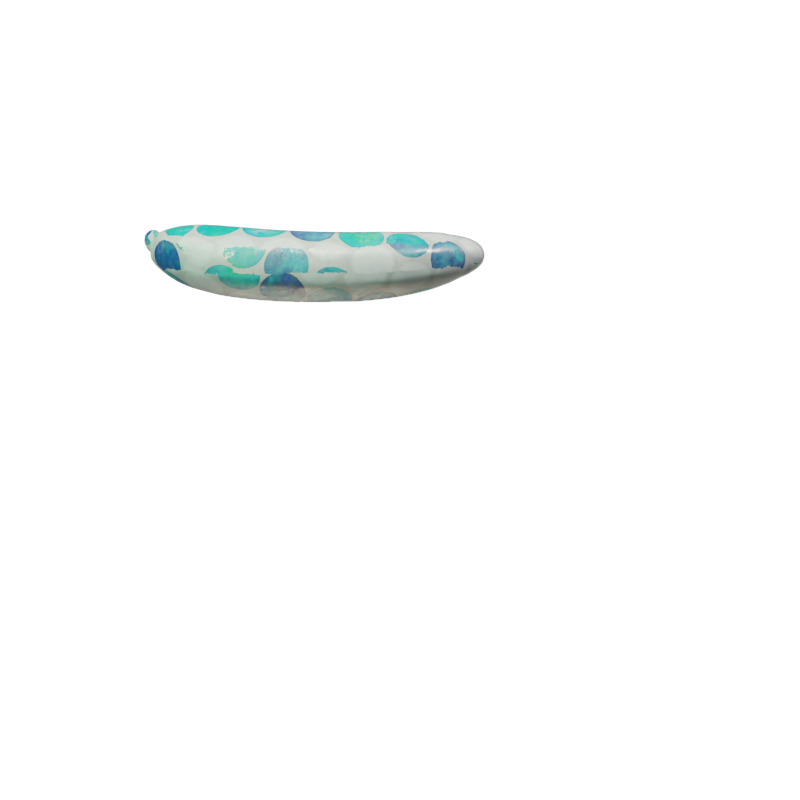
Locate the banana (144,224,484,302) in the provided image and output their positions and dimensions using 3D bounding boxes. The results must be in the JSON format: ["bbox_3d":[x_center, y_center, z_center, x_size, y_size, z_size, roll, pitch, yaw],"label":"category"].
[{"bbox_3d":[-0.054,-0.079,0.607,0.200,0.035,0.073,5,31,8],"label":"banana"}]
